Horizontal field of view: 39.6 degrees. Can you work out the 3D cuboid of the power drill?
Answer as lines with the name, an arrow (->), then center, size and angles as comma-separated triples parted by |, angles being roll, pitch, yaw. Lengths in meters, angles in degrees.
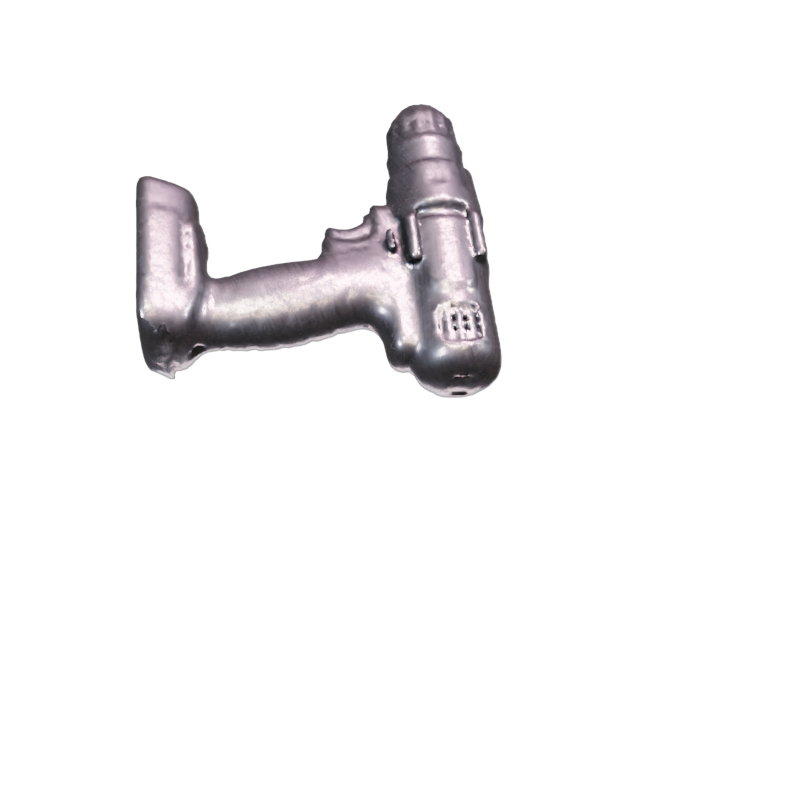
power drill -> -0.047, -0.085, 0.597 | 0.187, 0.198, 0.054 | -4, -35, -3
